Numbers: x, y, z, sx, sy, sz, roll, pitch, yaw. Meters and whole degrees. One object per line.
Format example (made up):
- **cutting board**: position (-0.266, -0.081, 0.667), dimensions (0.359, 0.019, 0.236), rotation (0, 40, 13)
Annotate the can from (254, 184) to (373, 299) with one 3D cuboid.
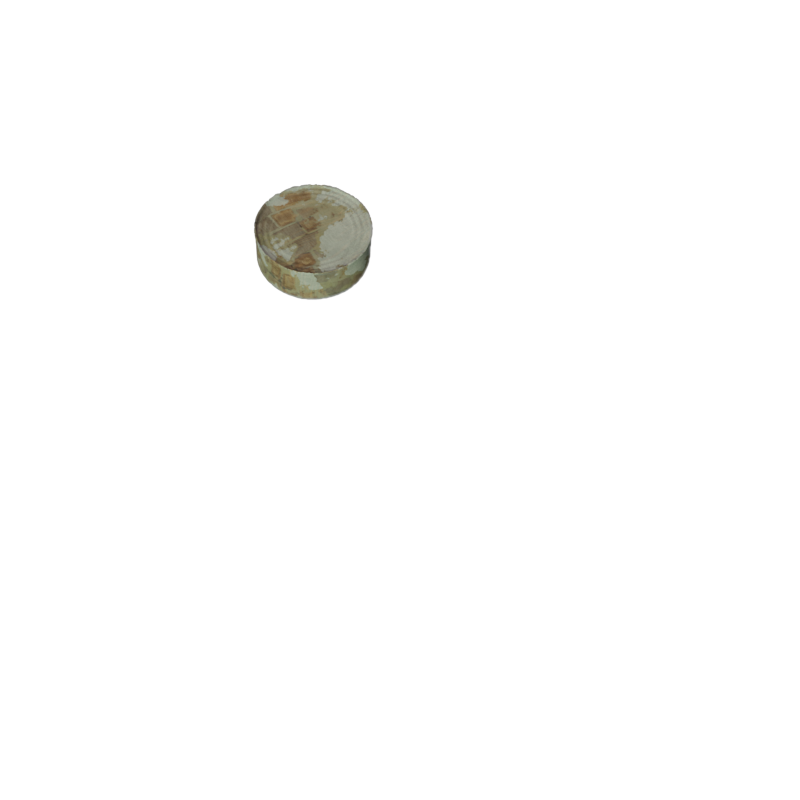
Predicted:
- **can**: position (-0.063, -0.116, 0.811), dimensions (0.086, 0.092, 0.031), rotation (-1, -37, -1)
